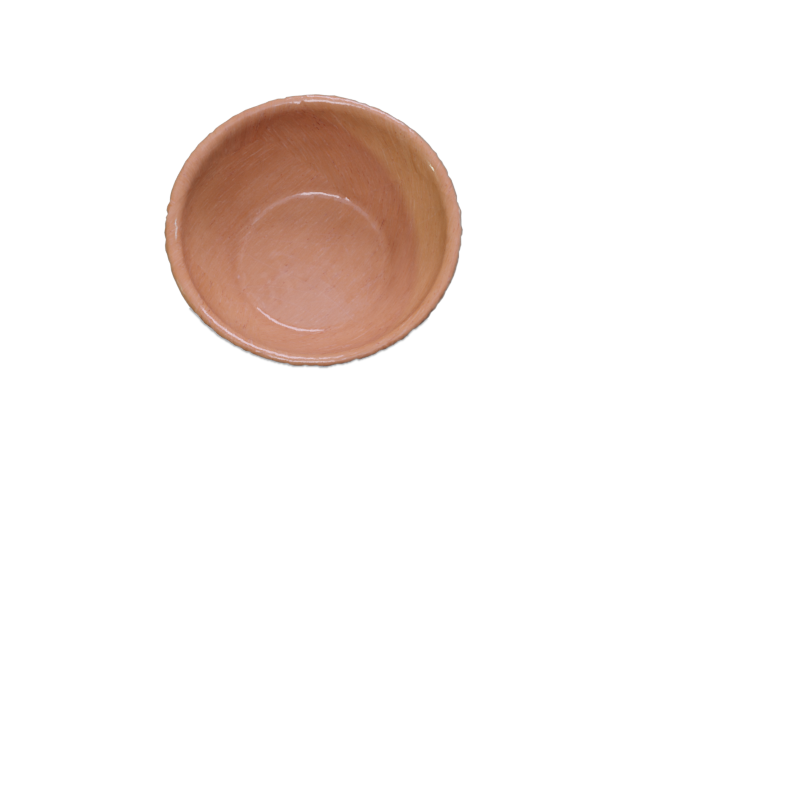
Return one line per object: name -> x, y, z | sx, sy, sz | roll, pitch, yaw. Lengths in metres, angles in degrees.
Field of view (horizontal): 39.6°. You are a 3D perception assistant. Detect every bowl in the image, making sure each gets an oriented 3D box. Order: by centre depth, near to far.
bowl -> -0.049, -0.089, 0.625 | 0.162, 0.170, 0.052 | -1, -22, -1
